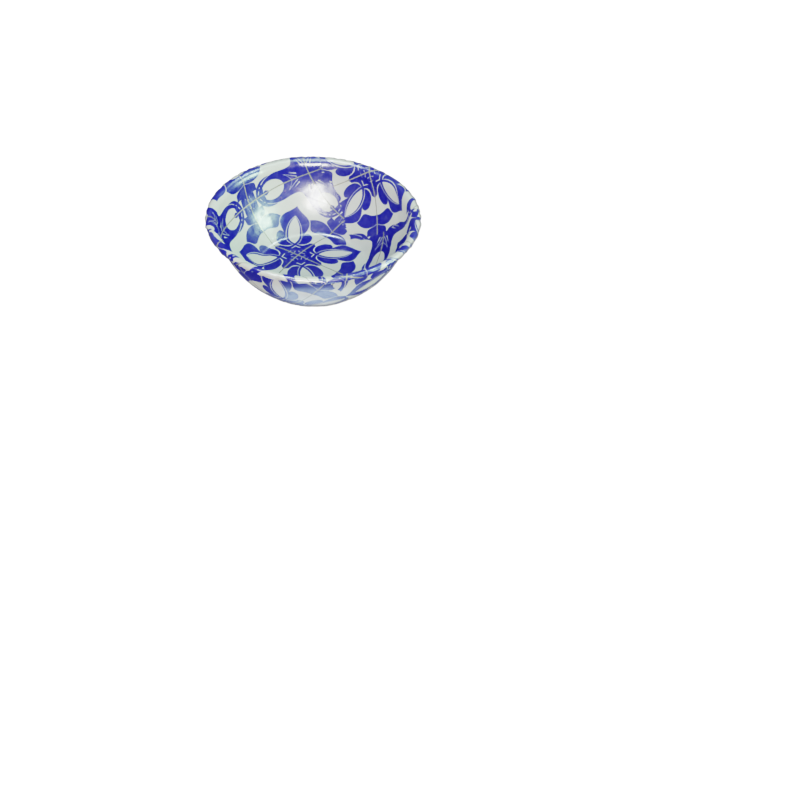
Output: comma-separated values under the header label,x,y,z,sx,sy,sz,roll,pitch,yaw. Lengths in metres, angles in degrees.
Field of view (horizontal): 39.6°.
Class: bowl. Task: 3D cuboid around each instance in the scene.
label,x,y,z,sx,sy,sz,roll,pitch,yaw
bowl,-0.066,-0.121,0.846,0.162,0.051,0.174,-1,42,-2
